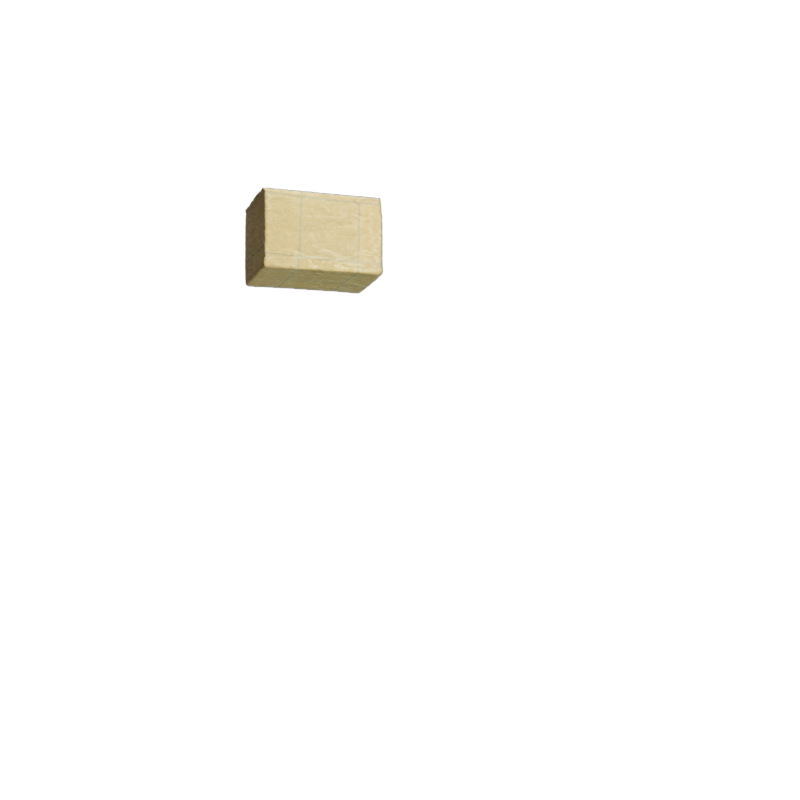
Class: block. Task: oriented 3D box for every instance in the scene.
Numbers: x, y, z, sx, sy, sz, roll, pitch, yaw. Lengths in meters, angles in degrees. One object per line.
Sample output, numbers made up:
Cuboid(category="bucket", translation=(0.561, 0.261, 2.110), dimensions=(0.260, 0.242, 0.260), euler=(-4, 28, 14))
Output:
Cuboid(category="block", translation=(-0.055, -0.100, 0.698), dimensions=(0.076, 0.053, 0.052), euler=(3, -13, -18))
